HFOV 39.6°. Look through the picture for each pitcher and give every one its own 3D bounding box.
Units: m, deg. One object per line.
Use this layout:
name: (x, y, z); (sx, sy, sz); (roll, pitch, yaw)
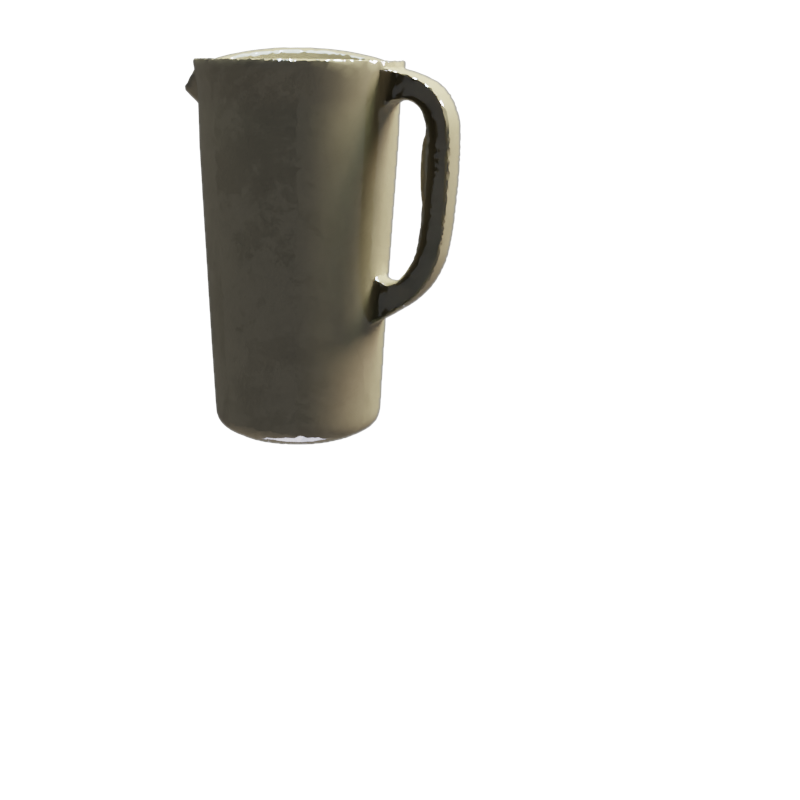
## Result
pitcher: (-0.055, -0.101, 0.705); (0.142, 0.237, 0.156); (-3, 12, -20)
